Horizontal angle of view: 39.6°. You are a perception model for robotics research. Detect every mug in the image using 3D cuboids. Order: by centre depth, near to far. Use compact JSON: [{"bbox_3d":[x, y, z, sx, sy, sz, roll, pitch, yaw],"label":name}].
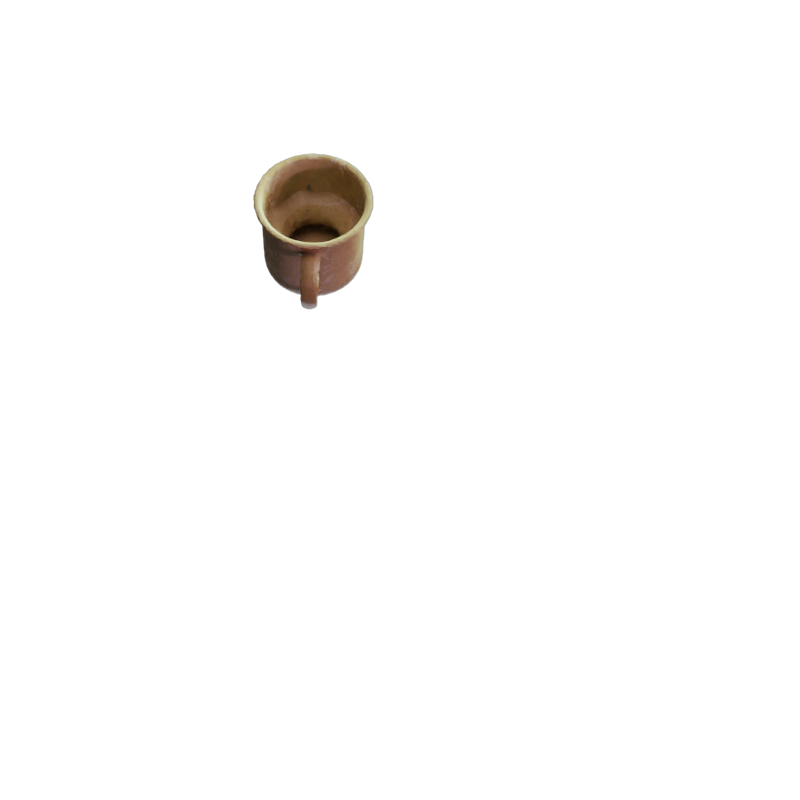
[{"bbox_3d":[-0.069,-0.126,0.882,0.093,0.125,0.076,0,-32,-2],"label":"mug"}]
